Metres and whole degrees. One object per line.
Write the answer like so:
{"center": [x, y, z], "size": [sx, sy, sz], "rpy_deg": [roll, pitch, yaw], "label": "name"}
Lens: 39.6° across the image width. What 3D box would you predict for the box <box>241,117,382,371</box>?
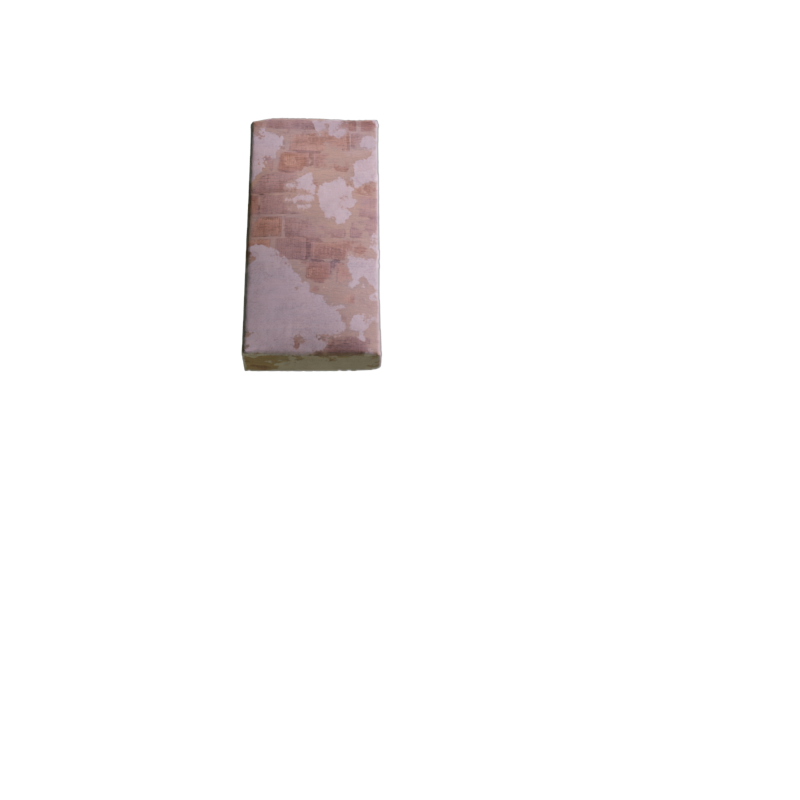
{"center": [-0.060, -0.109, 0.763], "size": [0.093, 0.185, 0.046], "rpy_deg": [-1, -20, -2], "label": "box"}
